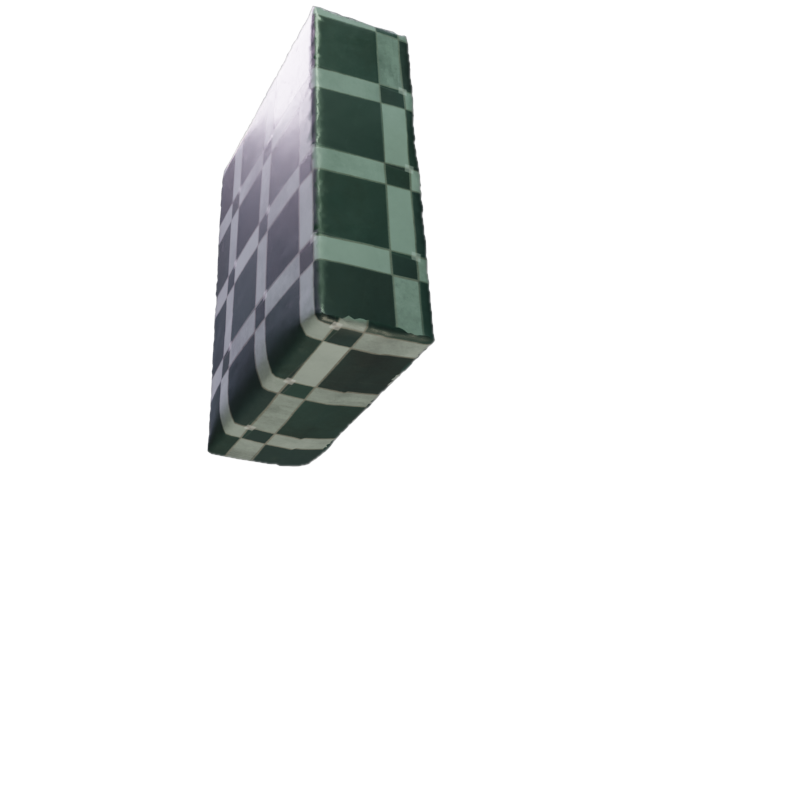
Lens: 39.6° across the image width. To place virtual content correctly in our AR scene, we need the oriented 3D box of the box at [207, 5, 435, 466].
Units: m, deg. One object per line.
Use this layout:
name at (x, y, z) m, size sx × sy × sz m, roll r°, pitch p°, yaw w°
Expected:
box at (-0.050, -0.092, 0.644) m, size 0.069 × 0.229 × 0.159 m, roll 14°, pitch -36°, yaw -23°
